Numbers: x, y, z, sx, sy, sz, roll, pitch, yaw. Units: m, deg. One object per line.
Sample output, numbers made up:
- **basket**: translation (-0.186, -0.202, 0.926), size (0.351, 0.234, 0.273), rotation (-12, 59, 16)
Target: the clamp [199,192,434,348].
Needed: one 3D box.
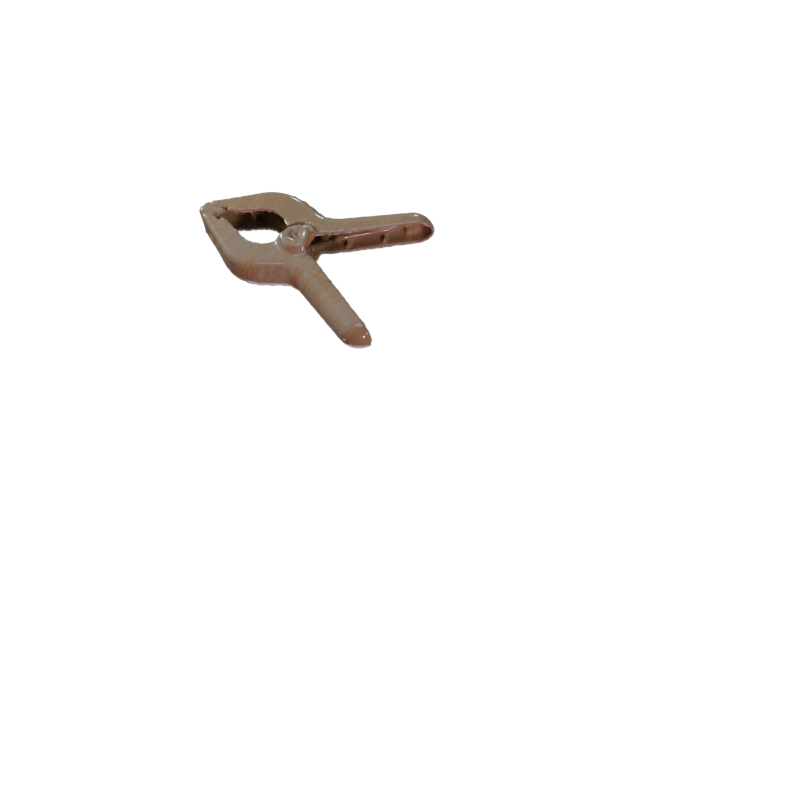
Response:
- **clamp**: translation (-0.064, -0.116, 0.813), size (0.180, 0.036, 0.123), rotation (29, 56, 22)
